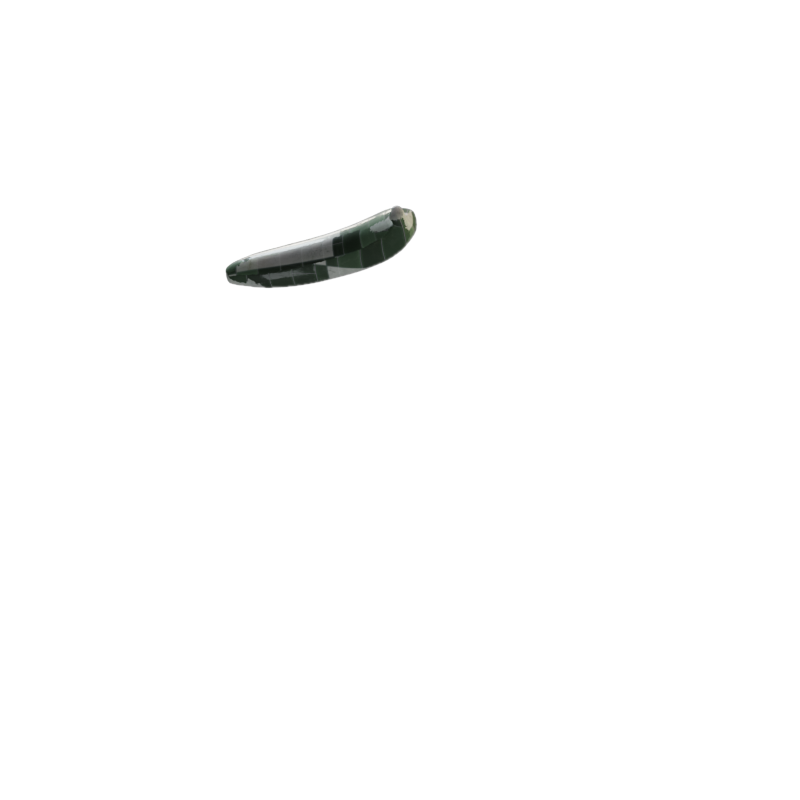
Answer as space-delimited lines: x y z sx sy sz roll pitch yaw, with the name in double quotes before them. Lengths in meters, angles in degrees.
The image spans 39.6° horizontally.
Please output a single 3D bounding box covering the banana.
"banana" -0.055 -0.125 0.906 0.200 0.039 0.065 -15 -24 39
